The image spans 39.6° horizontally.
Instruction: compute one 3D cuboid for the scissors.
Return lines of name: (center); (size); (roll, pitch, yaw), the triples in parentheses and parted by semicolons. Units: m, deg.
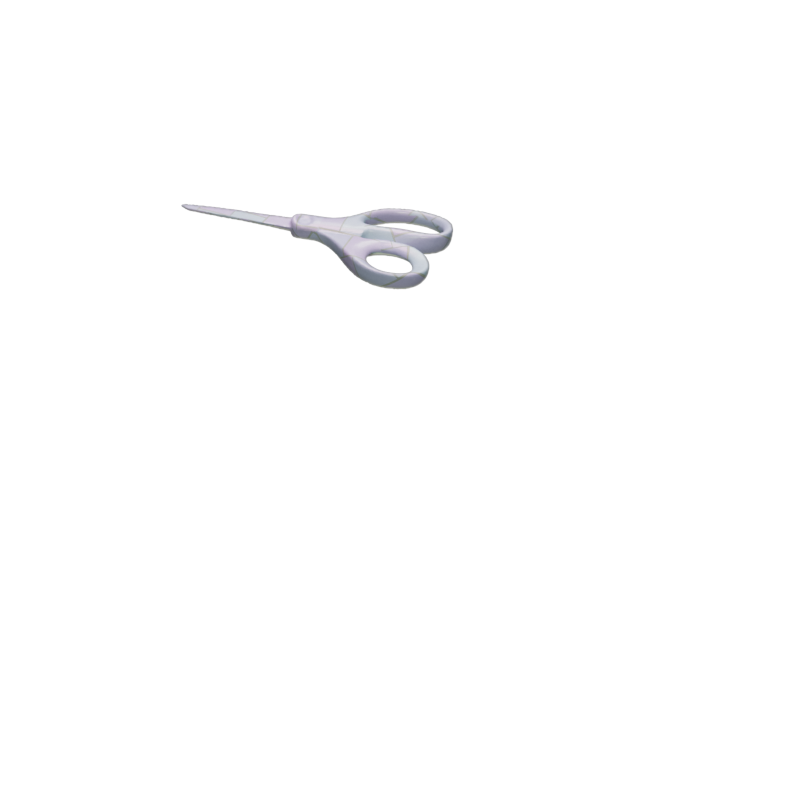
scissors: (-0.062, -0.114, 0.798); (0.202, 0.015, 0.103); (1, 39, 1)
